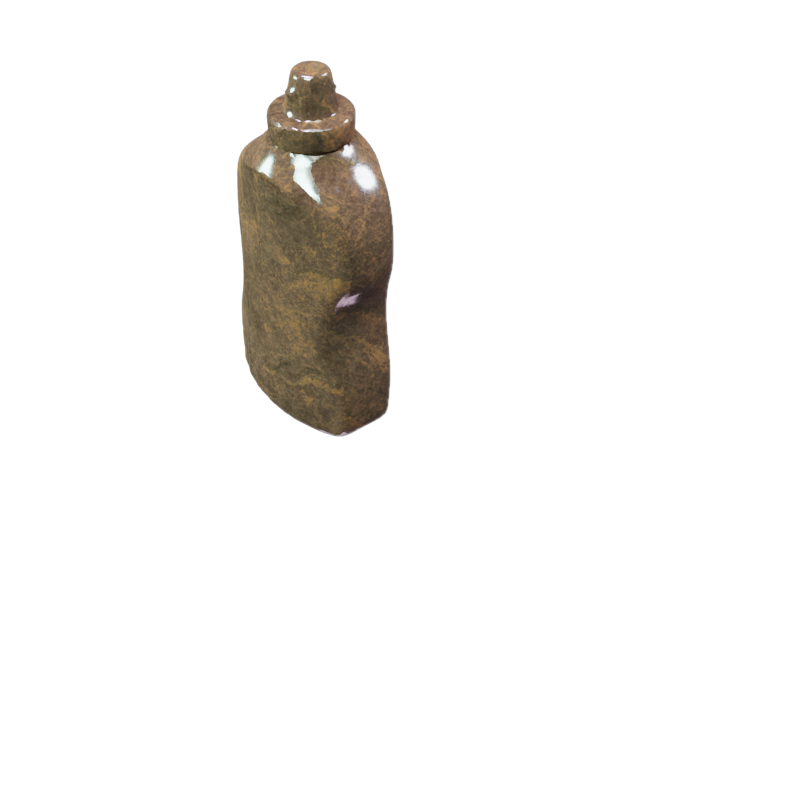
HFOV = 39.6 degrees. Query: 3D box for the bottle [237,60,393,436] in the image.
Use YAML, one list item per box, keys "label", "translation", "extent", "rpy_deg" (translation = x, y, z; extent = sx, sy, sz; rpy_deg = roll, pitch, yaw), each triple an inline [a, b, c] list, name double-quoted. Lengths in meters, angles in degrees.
- label: "bottle"
  translation: [-0.043, -0.078, 0.551]
  extent: [0.058, 0.179, 0.103]
  rpy_deg: [-23, 46, -28]
